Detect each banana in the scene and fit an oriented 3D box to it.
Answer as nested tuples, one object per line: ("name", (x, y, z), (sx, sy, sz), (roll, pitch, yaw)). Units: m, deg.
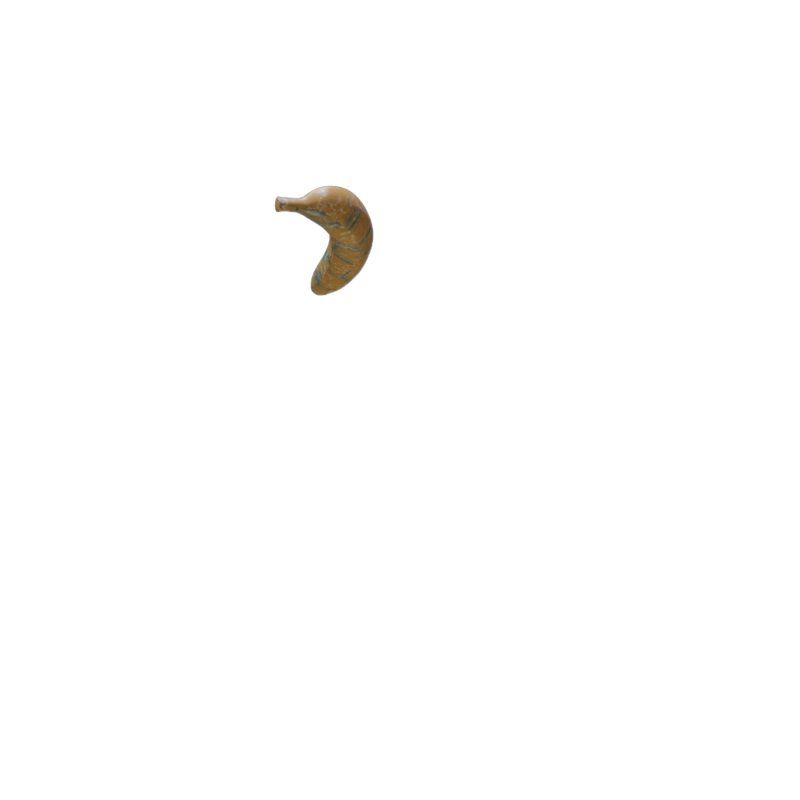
("banana", (-0.056, -0.138, 0.945), (0.070, 0.039, 0.187), (-2, -18, 5))
